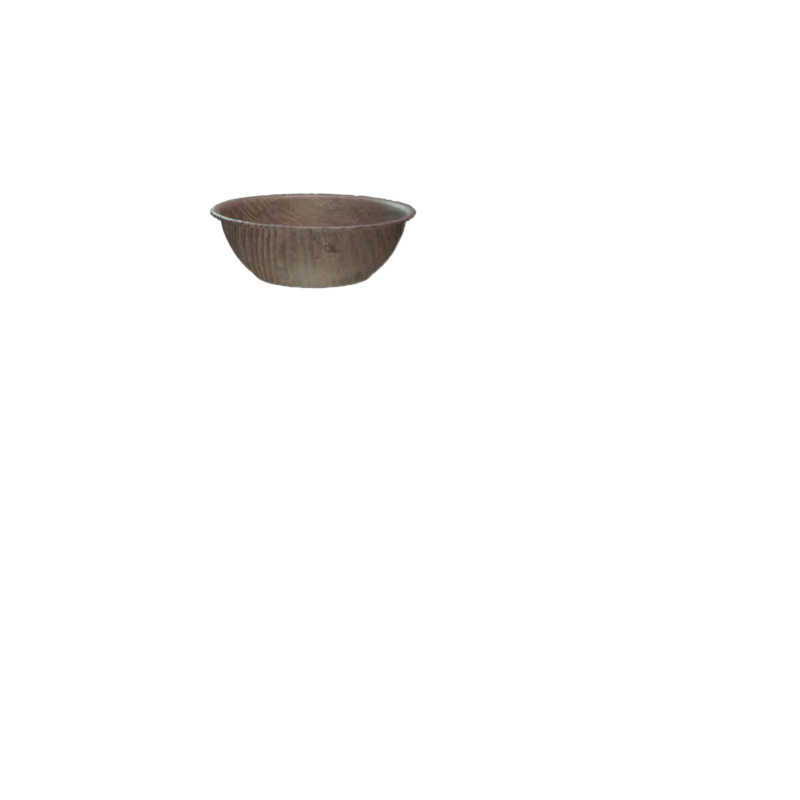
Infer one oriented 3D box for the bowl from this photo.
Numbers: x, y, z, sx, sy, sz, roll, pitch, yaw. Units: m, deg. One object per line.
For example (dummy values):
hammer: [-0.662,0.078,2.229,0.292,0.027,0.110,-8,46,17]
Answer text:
bowl: [-0.068,-0.125,0.874,0.162,0.053,0.168,-1,18,-2]
